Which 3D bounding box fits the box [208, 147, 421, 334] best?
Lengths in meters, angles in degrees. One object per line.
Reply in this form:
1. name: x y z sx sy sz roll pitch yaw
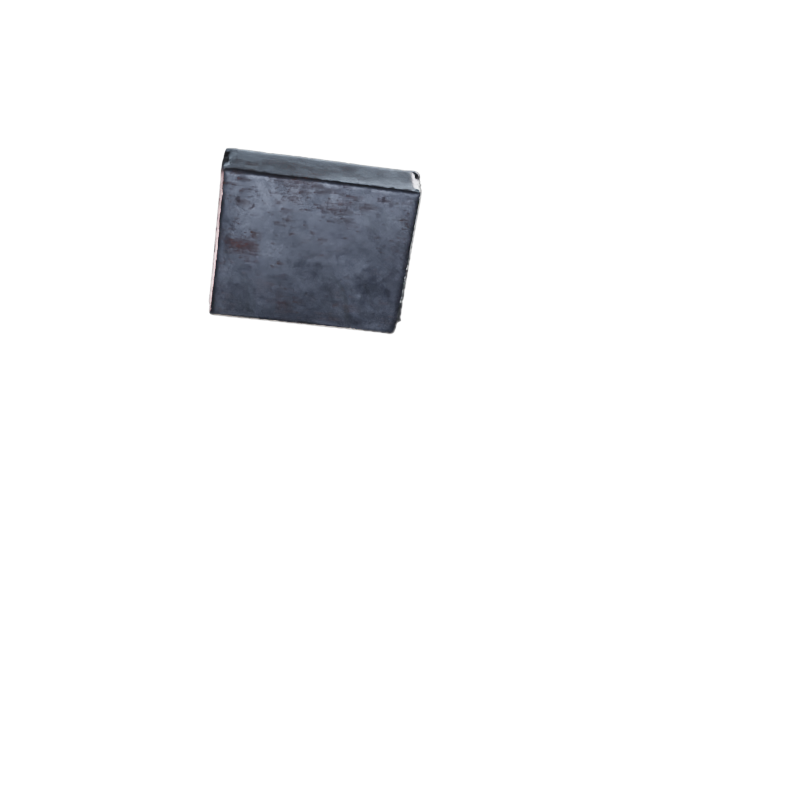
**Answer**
1. box: -0.039 -0.072 0.503 0.089 0.069 0.032 6 28 -4
